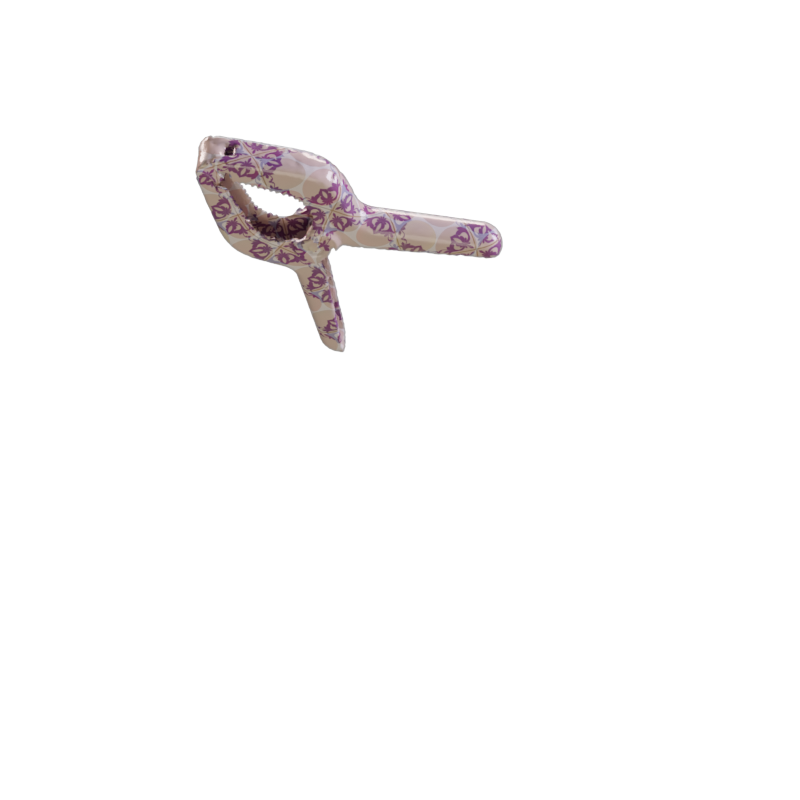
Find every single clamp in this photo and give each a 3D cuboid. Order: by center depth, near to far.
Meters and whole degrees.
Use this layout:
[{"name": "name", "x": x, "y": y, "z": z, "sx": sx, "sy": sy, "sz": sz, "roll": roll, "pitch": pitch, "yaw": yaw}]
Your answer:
[{"name": "clamp", "x": -0.059, "y": -0.108, "z": 0.755, "sx": 0.199, "sy": 0.039, "sz": 0.162, "roll": 26, "pitch": -46, "yaw": -28}]
